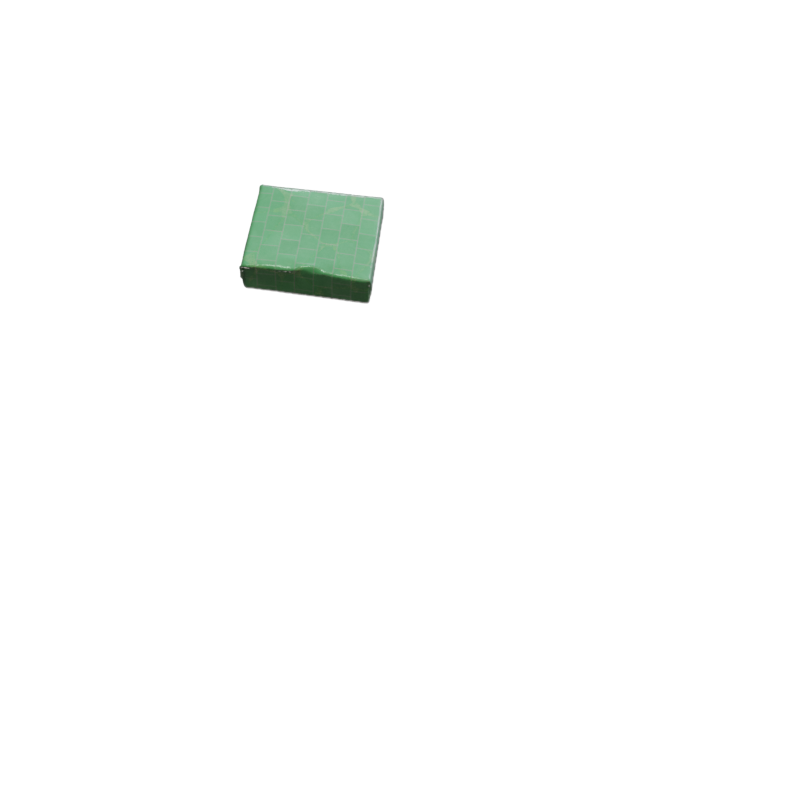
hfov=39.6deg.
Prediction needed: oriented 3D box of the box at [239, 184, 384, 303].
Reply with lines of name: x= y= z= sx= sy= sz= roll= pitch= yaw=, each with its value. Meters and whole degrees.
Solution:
box: x=-0.060 y=-0.108 z=0.758 sx=0.090 sy=0.078 sz=0.028 roll=7 pitch=-34 yaw=4
